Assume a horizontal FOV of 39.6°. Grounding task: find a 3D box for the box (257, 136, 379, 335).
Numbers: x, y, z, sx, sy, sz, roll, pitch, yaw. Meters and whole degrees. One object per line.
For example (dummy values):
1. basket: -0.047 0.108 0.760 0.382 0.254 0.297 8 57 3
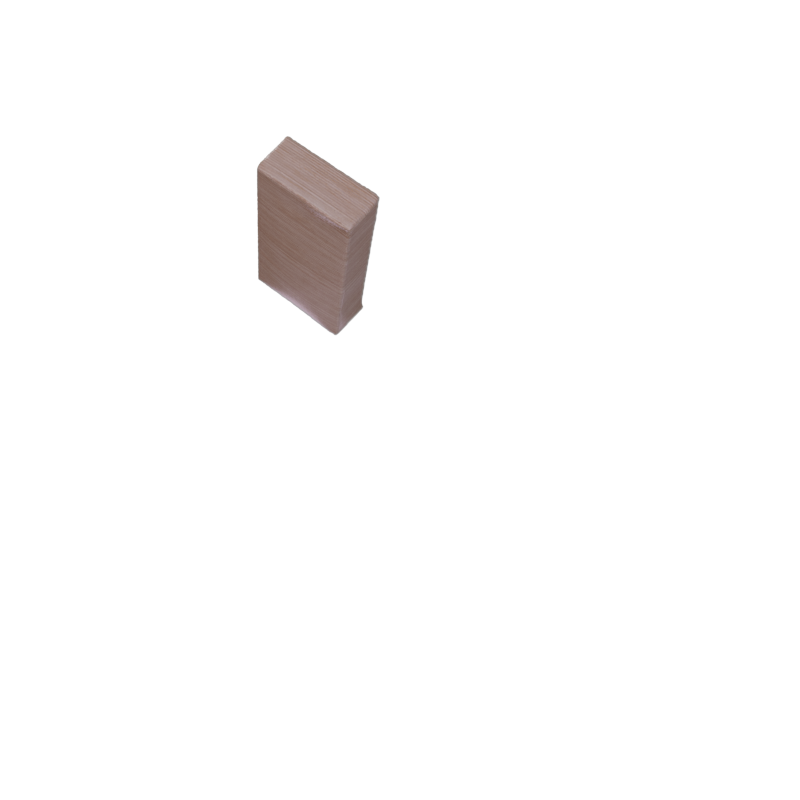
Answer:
1. box: -0.071 -0.129 0.907 0.097 0.049 0.167 37 -21 13
